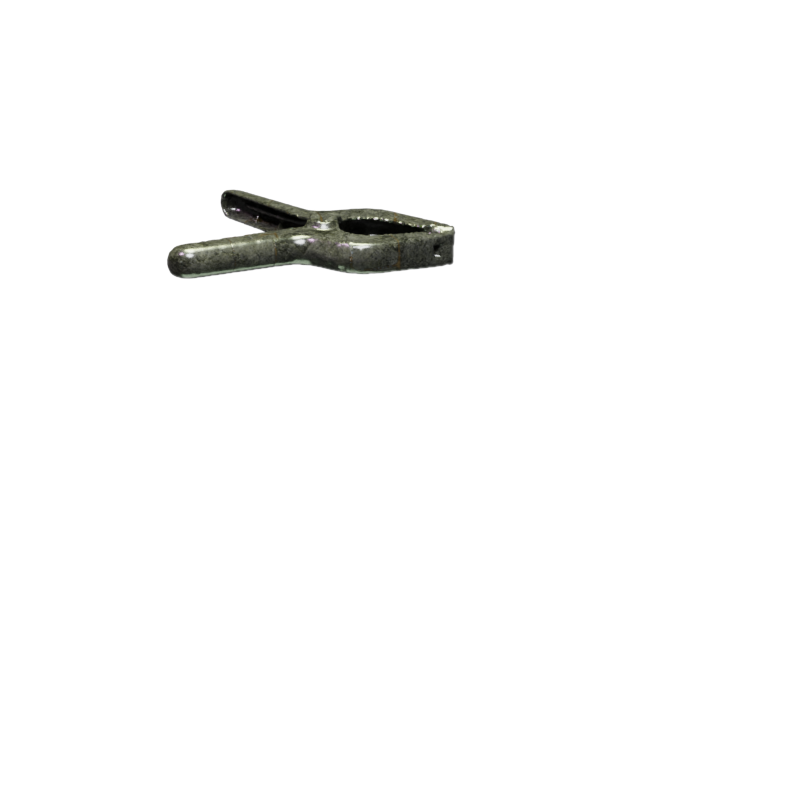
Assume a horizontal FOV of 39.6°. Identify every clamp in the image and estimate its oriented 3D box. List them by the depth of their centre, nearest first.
[{"bbox_3d":[-0.066,-0.121,0.848,0.215,0.035,0.169,7,28,14],"label":"clamp"}]
